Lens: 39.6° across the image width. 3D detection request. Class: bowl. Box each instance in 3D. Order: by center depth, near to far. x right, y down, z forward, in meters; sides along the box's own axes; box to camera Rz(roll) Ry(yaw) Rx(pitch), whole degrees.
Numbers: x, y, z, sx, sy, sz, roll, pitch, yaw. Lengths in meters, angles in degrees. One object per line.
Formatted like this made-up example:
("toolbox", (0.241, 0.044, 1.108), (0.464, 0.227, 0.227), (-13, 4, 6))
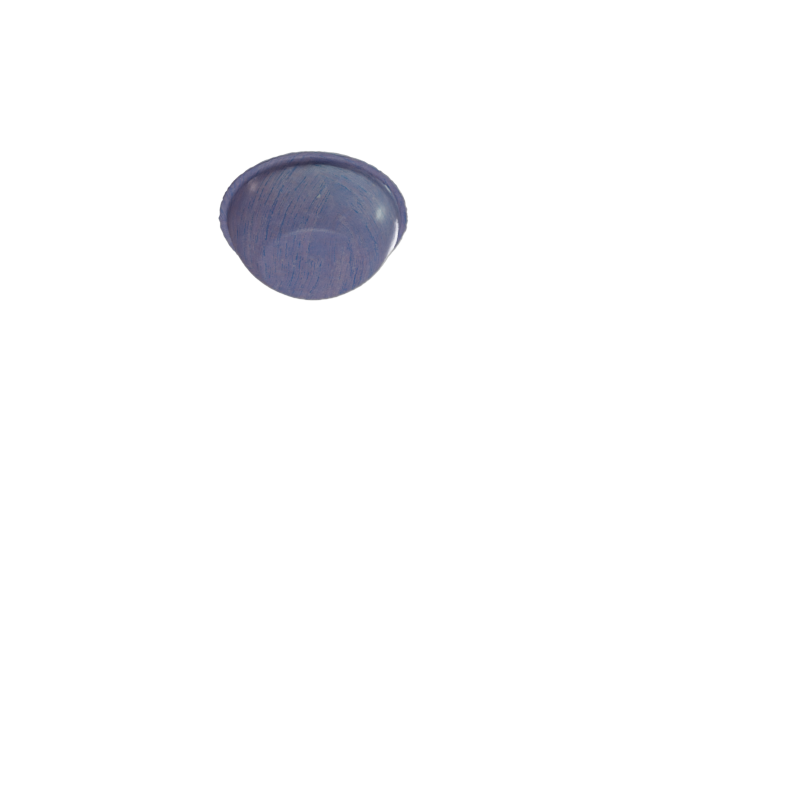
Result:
("bowl", (-0.073, -0.133, 0.933), (0.162, 0.059, 0.151), (1, -37, -2))
